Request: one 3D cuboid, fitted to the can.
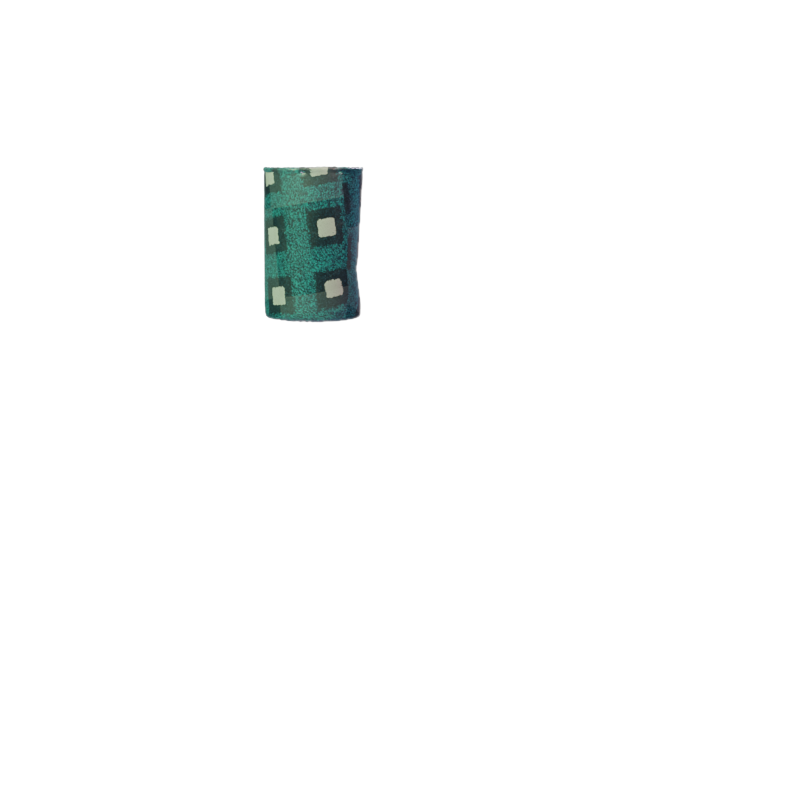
[{"bbox_3d":[-0.059,-0.108,0.758,0.068,0.101,0.070,0,6,-2],"label":"can"}]
